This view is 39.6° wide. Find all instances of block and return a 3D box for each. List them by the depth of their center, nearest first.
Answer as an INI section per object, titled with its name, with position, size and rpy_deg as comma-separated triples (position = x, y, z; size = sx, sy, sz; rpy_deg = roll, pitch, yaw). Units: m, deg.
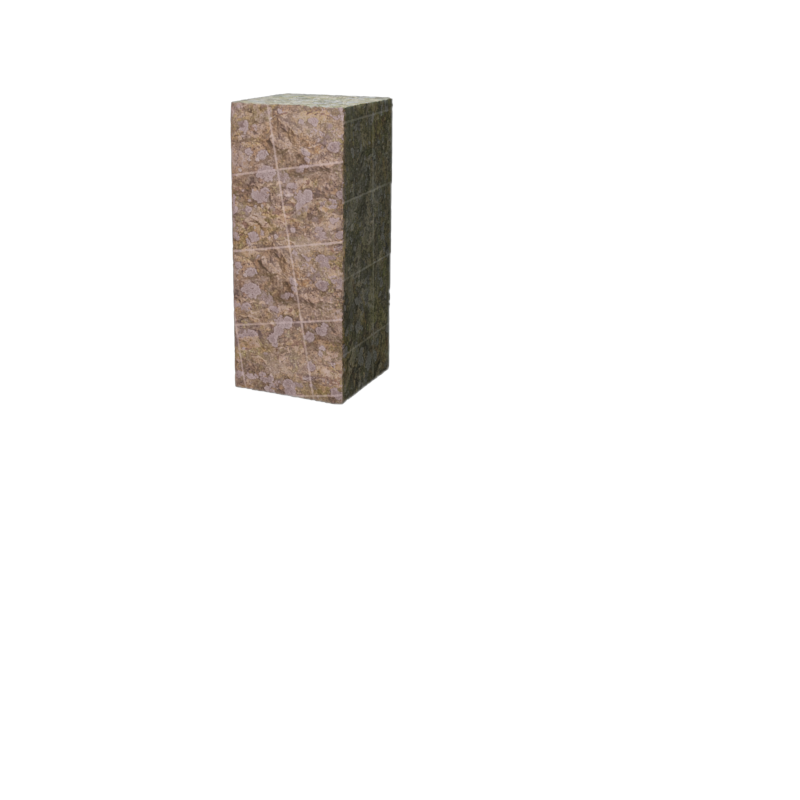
[block]
position = -0.063, -0.115, 0.803
size = 0.093, 0.200, 0.090
rpy_deg = 7, 15, 22
